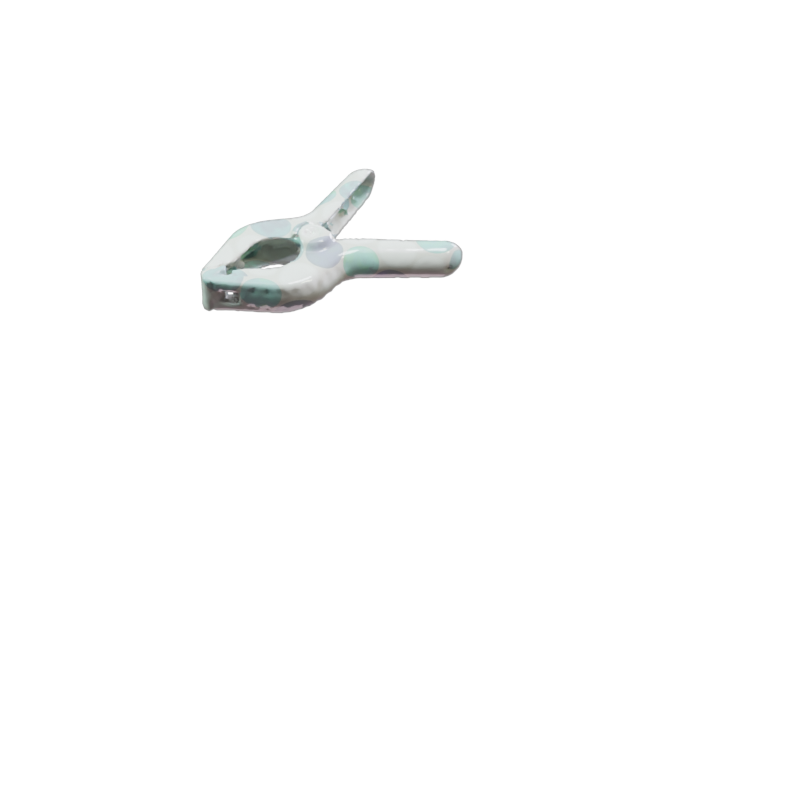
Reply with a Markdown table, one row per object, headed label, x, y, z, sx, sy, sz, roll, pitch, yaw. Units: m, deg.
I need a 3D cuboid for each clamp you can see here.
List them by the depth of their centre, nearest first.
| label | x | y | z | sx | sy | sz | roll | pitch | yaw |
| --- | --- | --- | --- | --- | --- | --- | --- | --- | --- |
| clamp | -0.058 | -0.106 | 0.745 | 0.169 | 0.037 | 0.130 | -14 | 39 | -19 |
